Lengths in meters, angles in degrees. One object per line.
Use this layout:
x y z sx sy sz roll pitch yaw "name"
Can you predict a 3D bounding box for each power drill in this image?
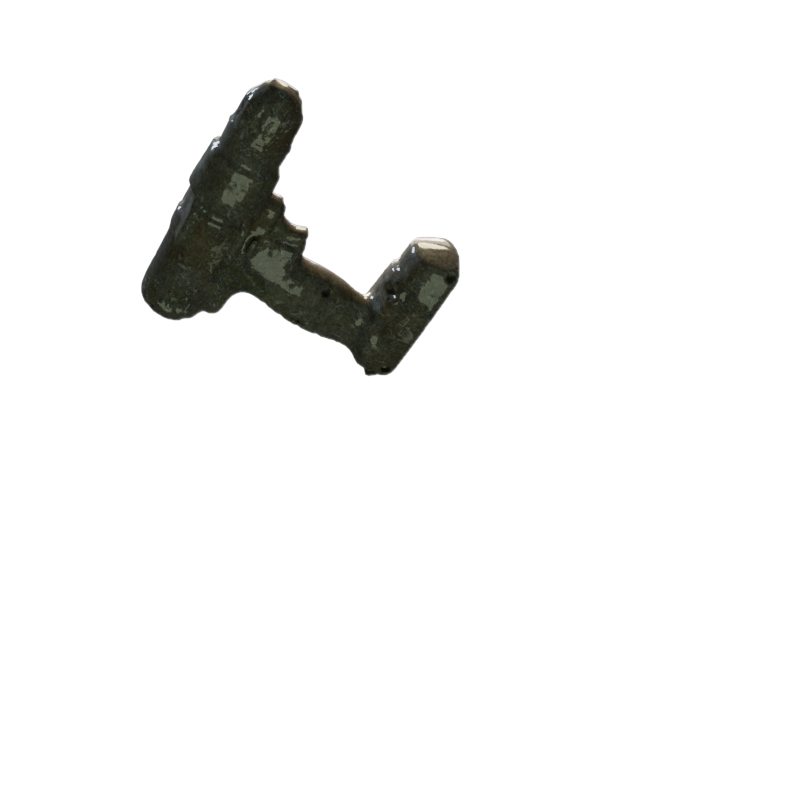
-0.058 -0.106 0.740 0.181 0.179 0.061 25 31 -17 "power drill"
